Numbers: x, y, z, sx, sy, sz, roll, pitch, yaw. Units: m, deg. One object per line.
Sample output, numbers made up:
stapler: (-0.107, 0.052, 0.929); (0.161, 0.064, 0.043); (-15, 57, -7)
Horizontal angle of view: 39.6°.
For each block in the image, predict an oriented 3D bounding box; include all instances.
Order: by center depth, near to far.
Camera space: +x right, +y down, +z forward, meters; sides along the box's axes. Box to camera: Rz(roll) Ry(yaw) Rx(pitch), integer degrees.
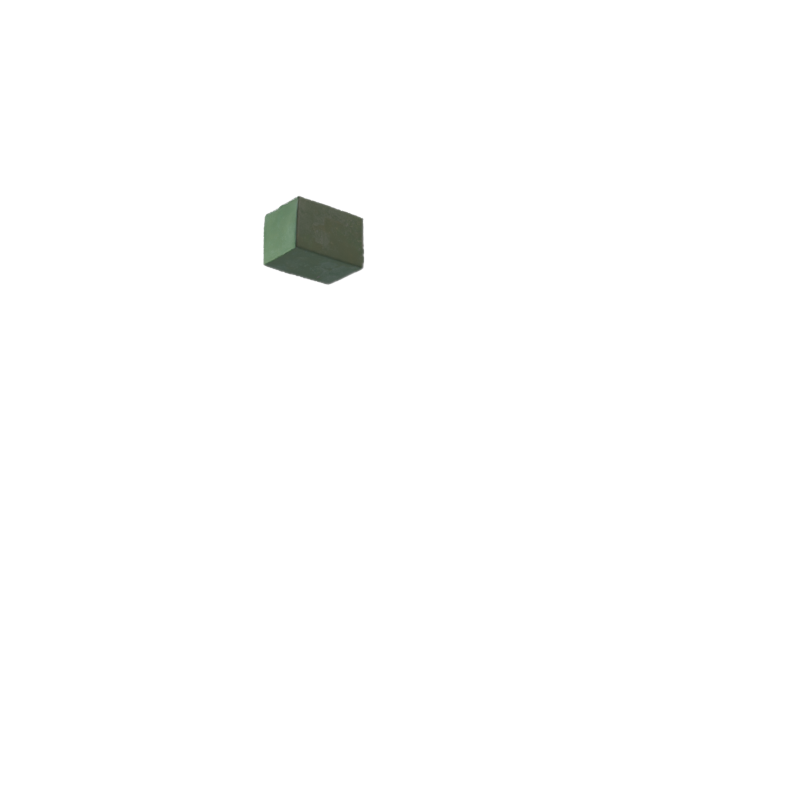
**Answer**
block: (-0.078, -0.143, 0.998); (0.074, 0.054, 0.053); (15, -25, -38)
